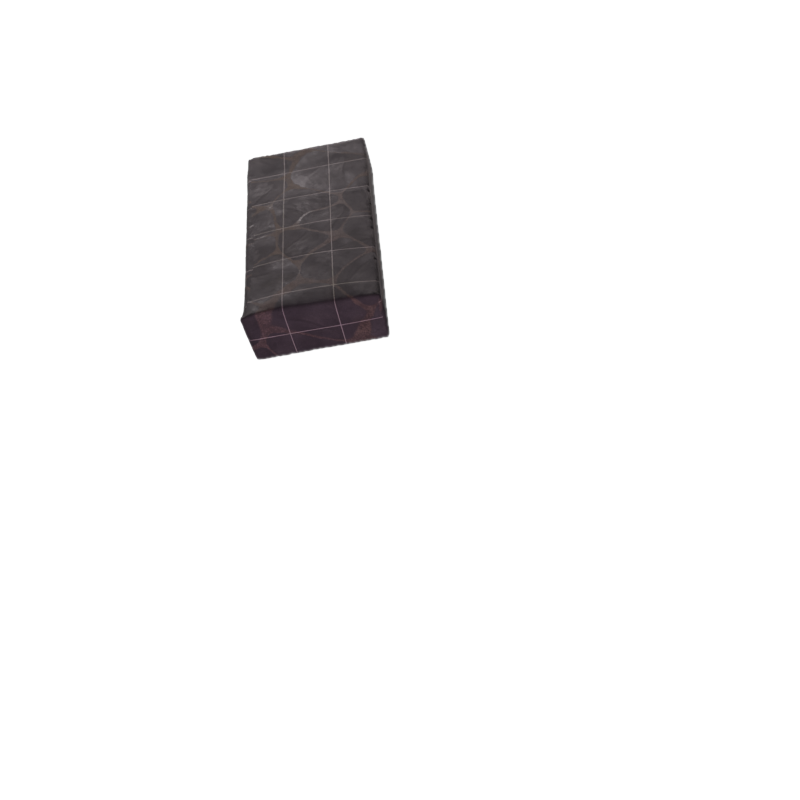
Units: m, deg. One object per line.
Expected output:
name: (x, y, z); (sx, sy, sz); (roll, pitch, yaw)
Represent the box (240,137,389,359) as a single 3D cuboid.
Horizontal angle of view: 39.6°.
box: (-0.061, -0.111, 0.781); (0.094, 0.044, 0.189); (-10, 42, 6)
